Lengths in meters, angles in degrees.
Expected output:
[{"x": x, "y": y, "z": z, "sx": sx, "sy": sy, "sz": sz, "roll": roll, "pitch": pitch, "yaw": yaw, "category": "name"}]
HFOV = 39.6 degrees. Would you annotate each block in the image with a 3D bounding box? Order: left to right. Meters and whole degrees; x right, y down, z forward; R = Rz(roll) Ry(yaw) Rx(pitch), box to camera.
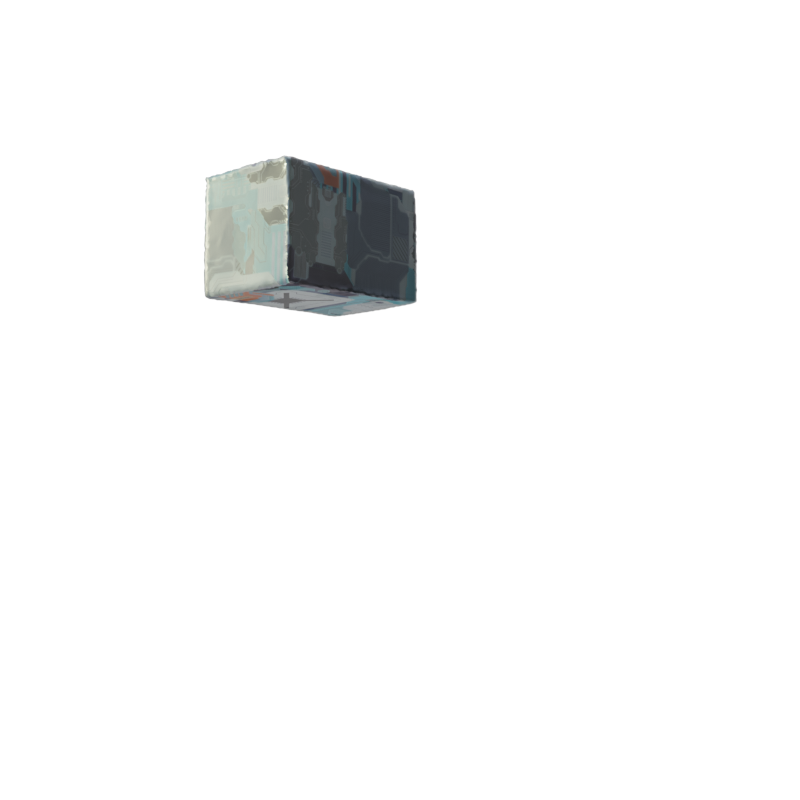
[{"x": -0.036, "y": -0.066, "z": 0.466, "sx": 0.054, "sy": 0.053, "sz": 0.074, "roll": -8, "pitch": -10, "yaw": 42, "category": "block"}]
